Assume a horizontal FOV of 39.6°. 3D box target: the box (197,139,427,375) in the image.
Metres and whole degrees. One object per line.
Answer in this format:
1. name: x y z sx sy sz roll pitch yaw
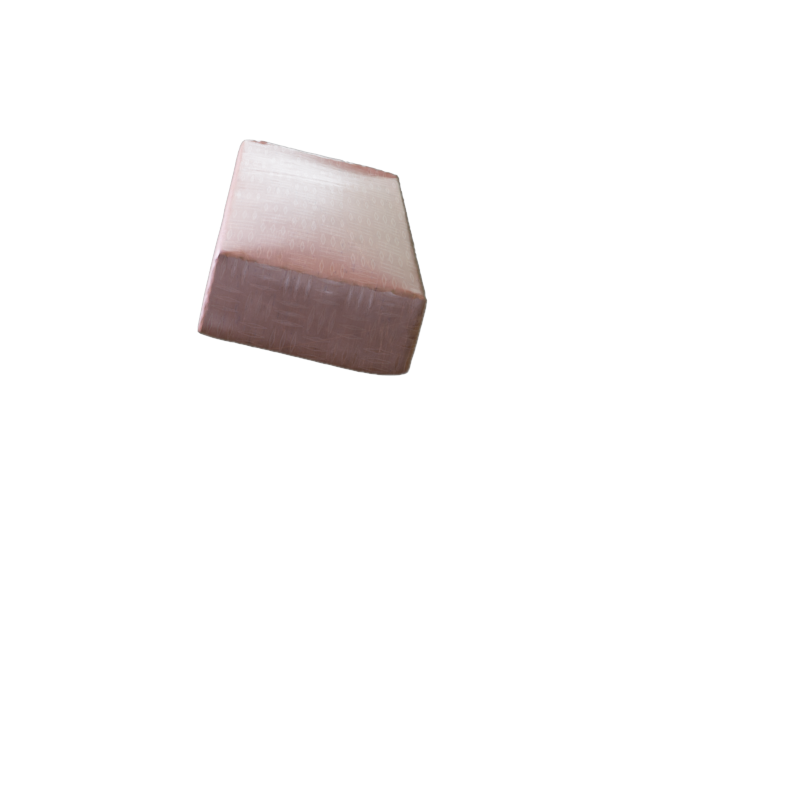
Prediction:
1. box: -0.043 -0.078 0.542 0.092 0.046 0.187 11 28 -10
